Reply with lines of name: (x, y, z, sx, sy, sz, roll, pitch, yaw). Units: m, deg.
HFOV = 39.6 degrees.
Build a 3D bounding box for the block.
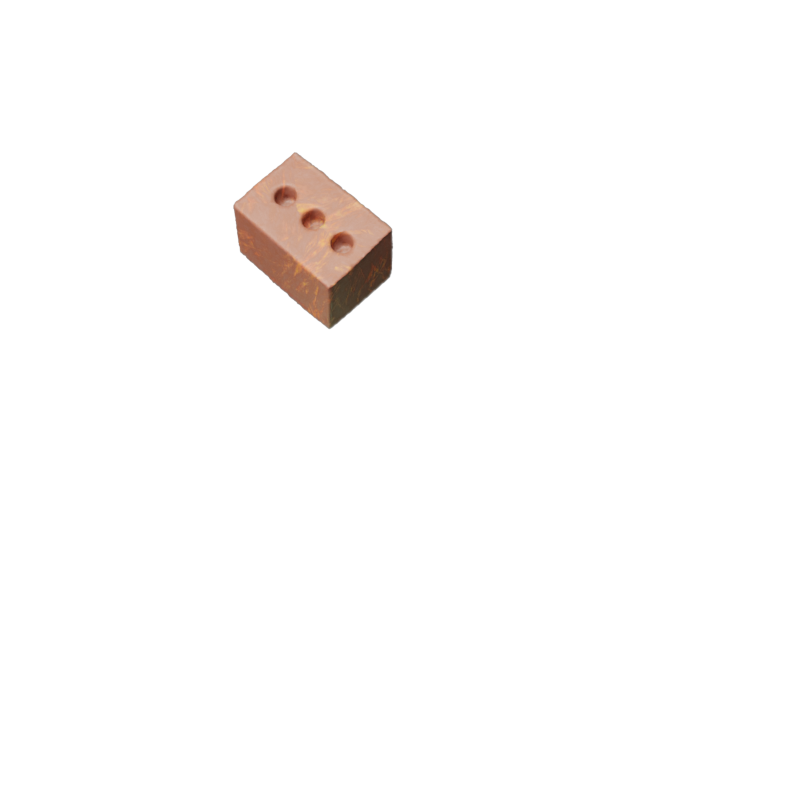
block: (-0.049, -0.090, 0.631, 0.082, 0.053, 0.048, 40, -22, 18)
